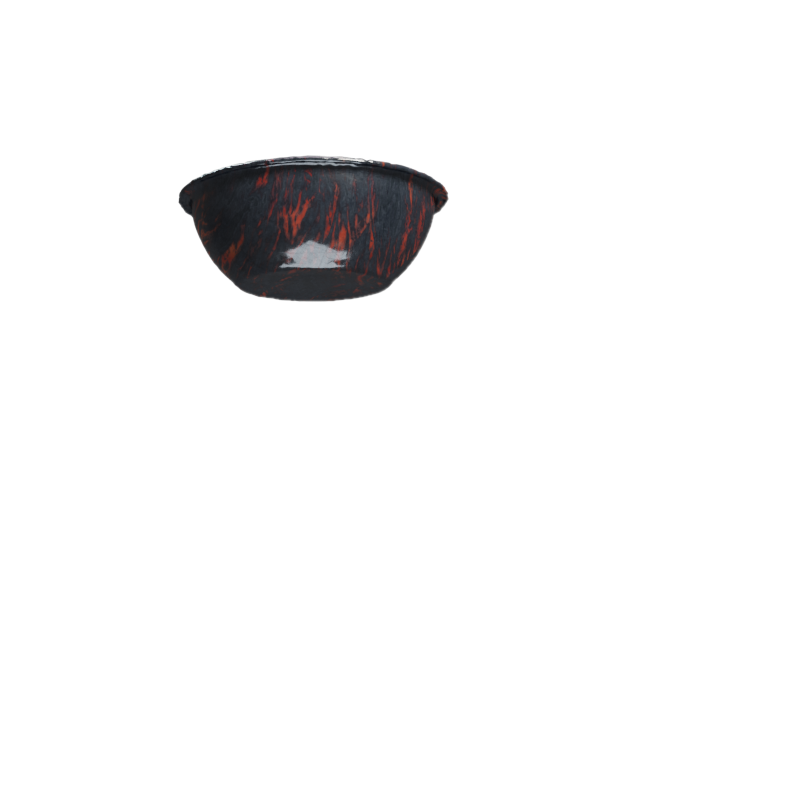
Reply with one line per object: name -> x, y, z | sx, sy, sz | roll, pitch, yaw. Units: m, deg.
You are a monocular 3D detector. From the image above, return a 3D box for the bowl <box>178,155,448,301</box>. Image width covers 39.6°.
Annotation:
bowl -> -0.052, -0.095, 0.663 | 0.162, 0.057, 0.158 | 0, -8, -2
